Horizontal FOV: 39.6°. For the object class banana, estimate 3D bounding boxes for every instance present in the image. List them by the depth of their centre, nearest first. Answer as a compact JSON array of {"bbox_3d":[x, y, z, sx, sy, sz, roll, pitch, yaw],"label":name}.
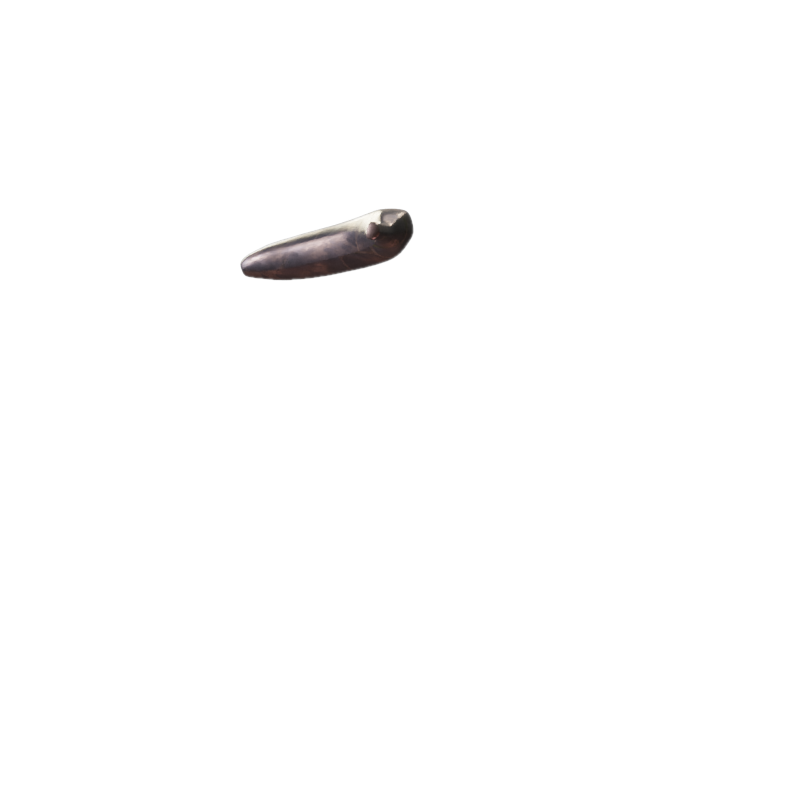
[{"bbox_3d":[-0.048,-0.118,0.835,0.067,0.037,0.202,4,-6,-34],"label":"banana"}]
